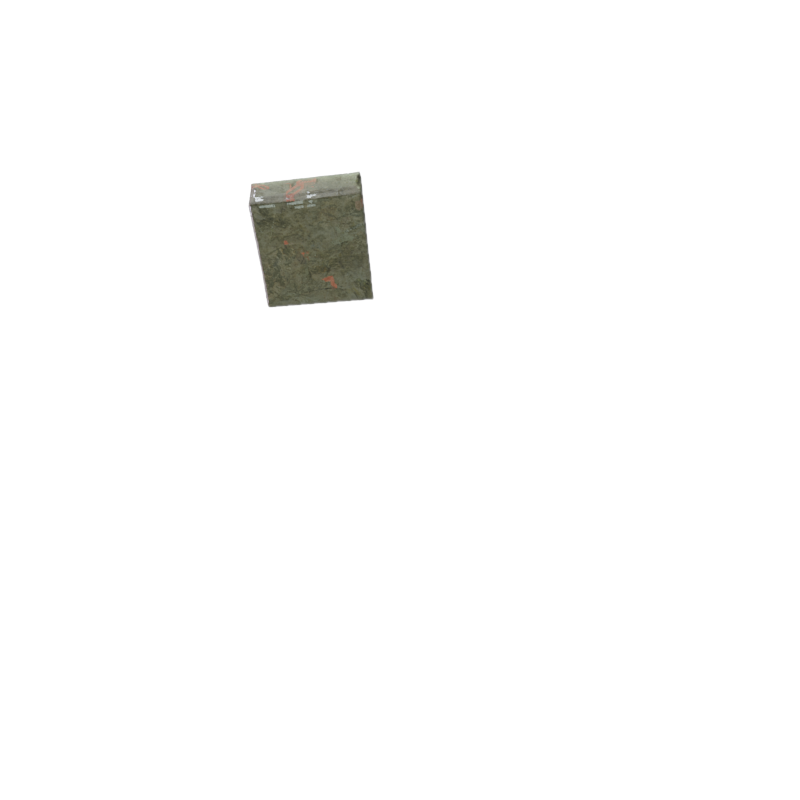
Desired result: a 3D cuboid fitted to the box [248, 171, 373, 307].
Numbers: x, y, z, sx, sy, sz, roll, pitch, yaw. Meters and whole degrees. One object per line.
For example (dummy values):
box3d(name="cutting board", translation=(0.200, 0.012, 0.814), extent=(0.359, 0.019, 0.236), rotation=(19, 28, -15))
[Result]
box3d(name="box", translation=(-0.058, -0.106, 0.740), extent=(0.073, 0.083, 0.032), rotation=(-5, 39, 3))
